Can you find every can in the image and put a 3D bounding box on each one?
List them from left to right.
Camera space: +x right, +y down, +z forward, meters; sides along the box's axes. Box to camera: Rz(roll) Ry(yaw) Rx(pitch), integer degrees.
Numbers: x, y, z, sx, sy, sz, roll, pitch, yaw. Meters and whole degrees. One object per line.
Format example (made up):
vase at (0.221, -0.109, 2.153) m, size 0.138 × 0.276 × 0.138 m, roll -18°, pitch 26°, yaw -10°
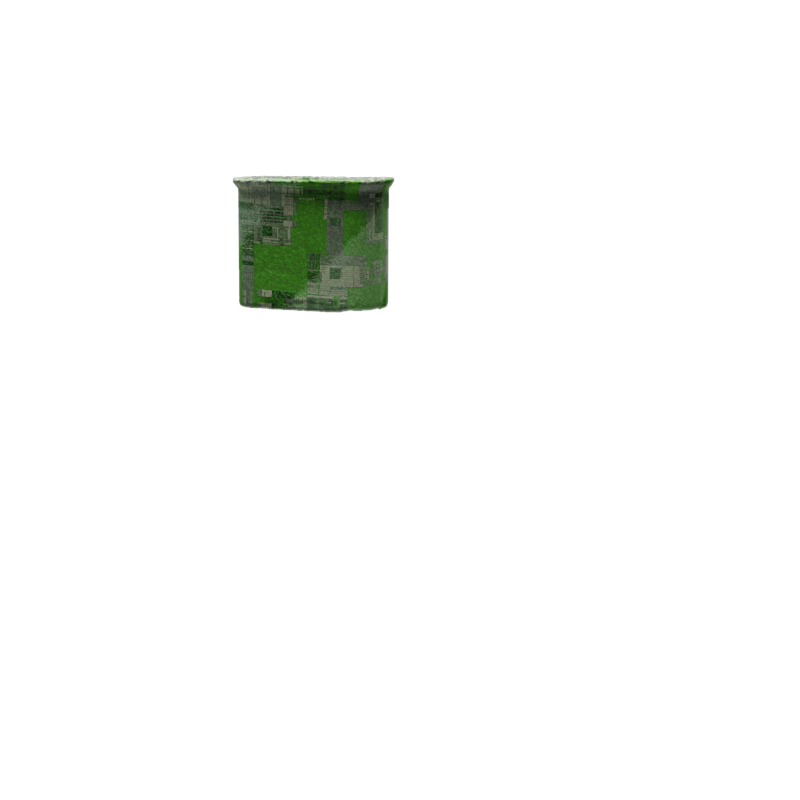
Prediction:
can at (-0.057, -0.103, 0.720) m, size 0.105 × 0.082 × 0.057 m, roll 4°, pitch 9°, yaw 18°
